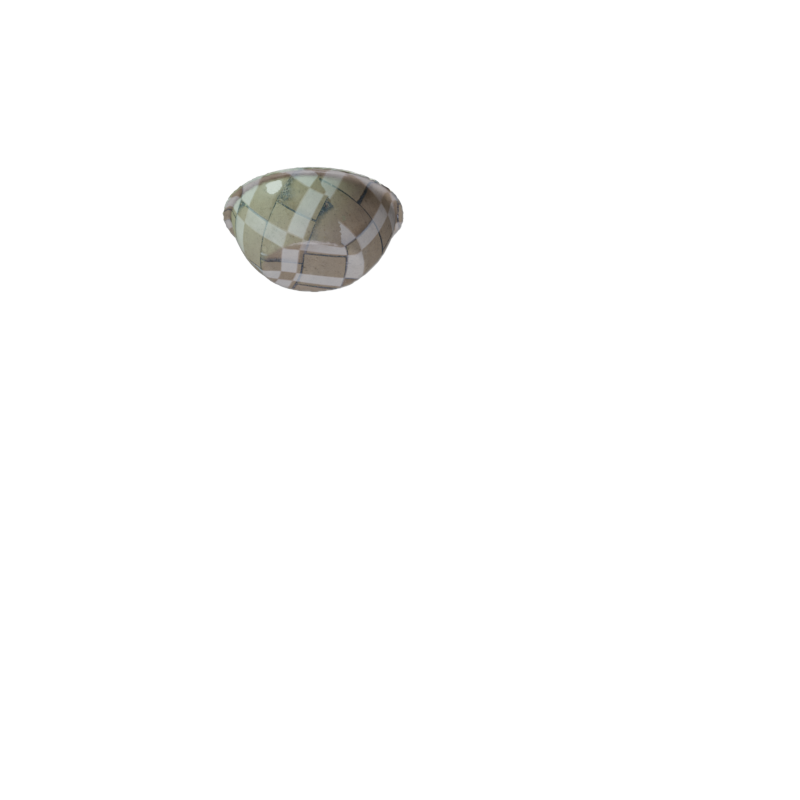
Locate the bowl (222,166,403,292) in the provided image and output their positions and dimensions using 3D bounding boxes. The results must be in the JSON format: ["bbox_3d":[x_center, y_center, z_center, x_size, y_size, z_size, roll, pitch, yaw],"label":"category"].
[{"bbox_3d":[-0.077,-0.140,0.982,0.162,0.058,0.153,1,-24,-2],"label":"bowl"}]
